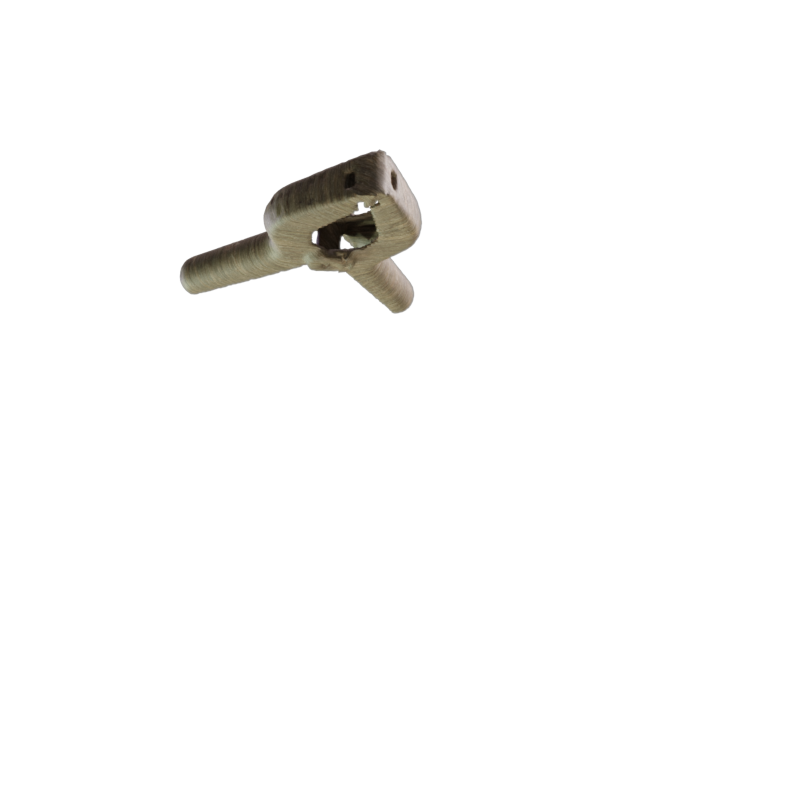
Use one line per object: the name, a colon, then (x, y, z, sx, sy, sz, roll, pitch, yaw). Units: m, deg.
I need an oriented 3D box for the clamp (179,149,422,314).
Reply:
clamp: (-0.054, -0.099, 0.693, 0.163, 0.038, 0.204, 2, -15, -9)
